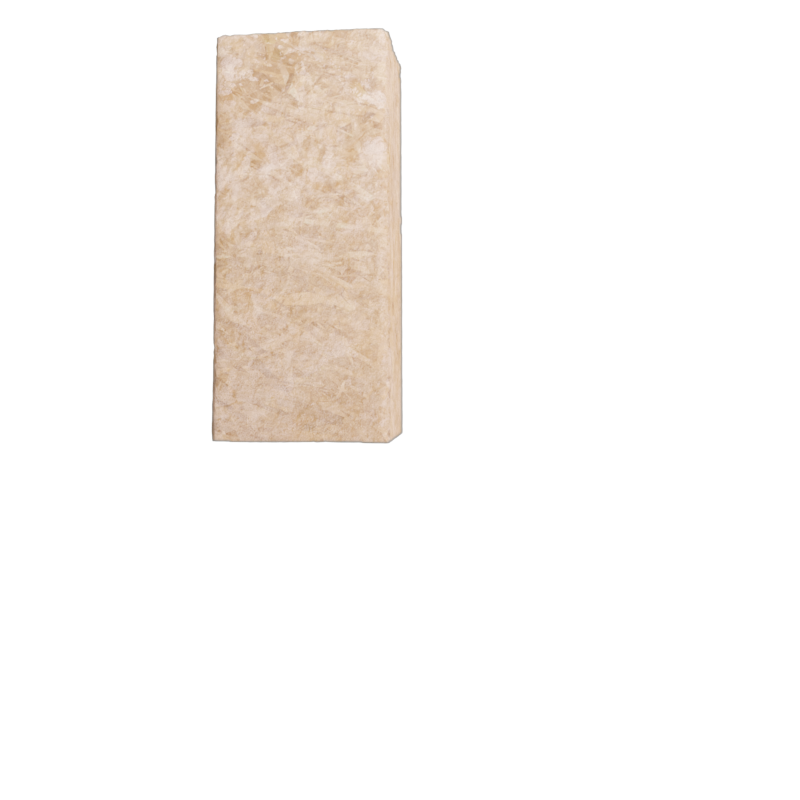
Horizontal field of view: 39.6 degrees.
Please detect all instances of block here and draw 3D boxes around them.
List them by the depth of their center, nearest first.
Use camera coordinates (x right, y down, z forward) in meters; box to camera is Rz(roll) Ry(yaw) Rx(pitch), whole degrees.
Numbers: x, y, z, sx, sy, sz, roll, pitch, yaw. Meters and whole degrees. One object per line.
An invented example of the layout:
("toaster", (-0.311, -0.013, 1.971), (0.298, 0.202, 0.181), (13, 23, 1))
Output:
("block", (-0.046, -0.085, 0.592), (0.091, 0.209, 0.089), (-1, -5, 7))
